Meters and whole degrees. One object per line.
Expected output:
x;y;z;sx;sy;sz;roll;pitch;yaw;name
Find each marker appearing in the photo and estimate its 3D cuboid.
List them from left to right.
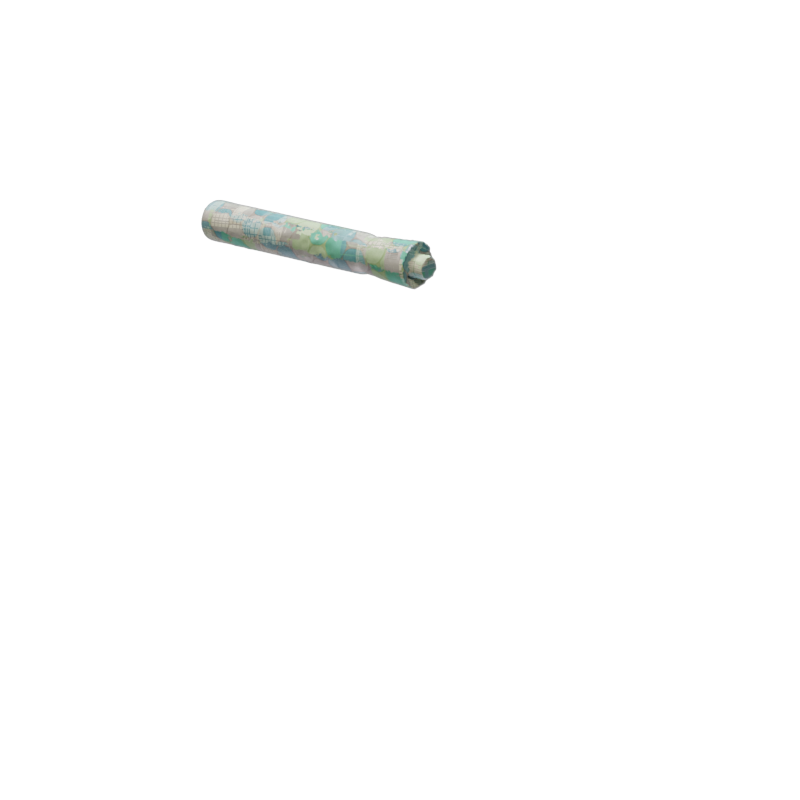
-0.036;-0.066;0.461;0.128;0.019;0.019;18;15;39;marker
